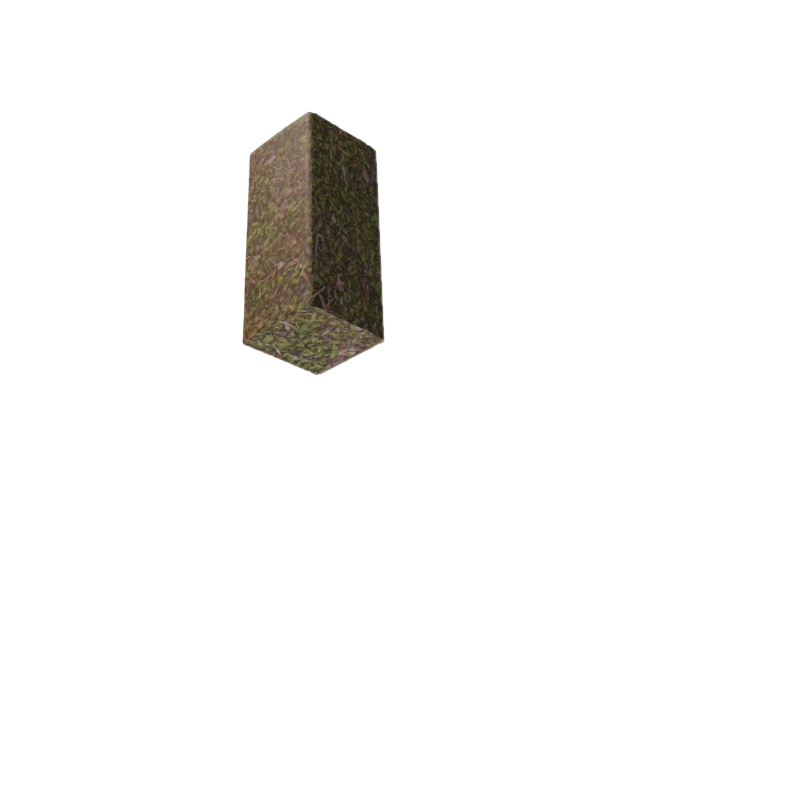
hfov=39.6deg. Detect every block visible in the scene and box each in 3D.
[{"bbox_3d":[-0.078,-0.143,0.999,0.085,0.220,0.090,26,-41,-38],"label":"block"}]
